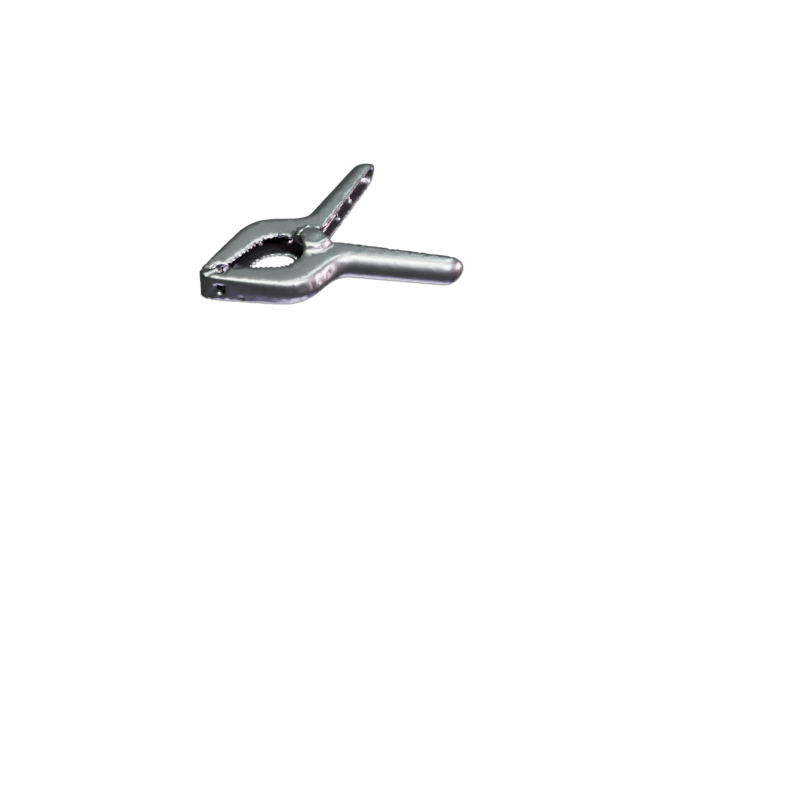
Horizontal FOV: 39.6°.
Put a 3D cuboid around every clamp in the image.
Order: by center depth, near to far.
[{"bbox_3d":[-0.074,-0.135,0.943,0.208,0.034,0.178,-15,46,-15],"label":"clamp"}]
